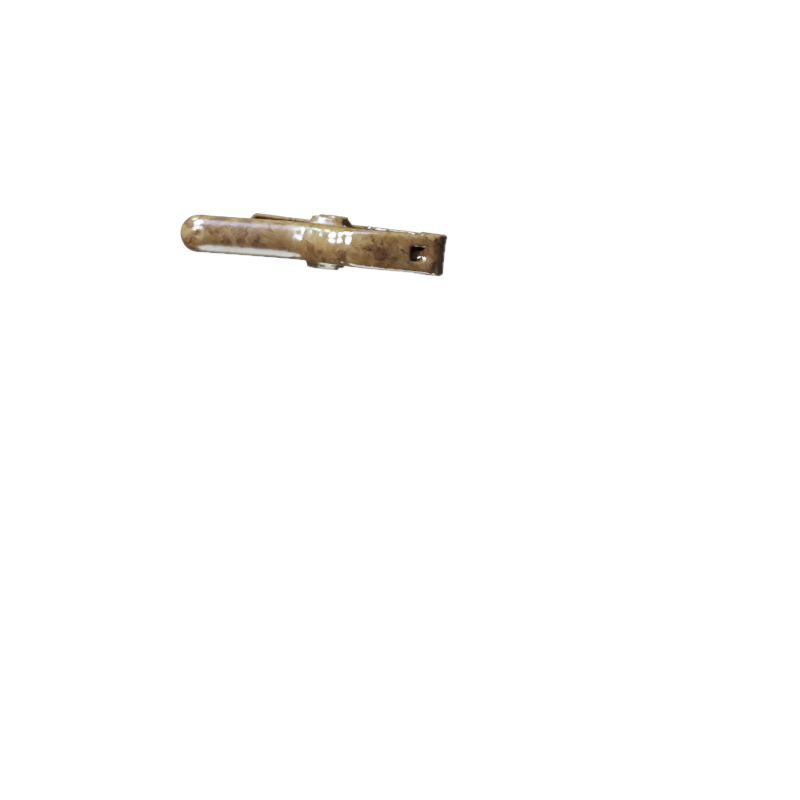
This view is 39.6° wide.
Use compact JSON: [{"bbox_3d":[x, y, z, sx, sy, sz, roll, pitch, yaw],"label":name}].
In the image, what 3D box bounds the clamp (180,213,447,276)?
[{"bbox_3d":[-0.058,-0.106,0.744,0.178,0.038,0.119,8,17,27],"label":"clamp"}]
